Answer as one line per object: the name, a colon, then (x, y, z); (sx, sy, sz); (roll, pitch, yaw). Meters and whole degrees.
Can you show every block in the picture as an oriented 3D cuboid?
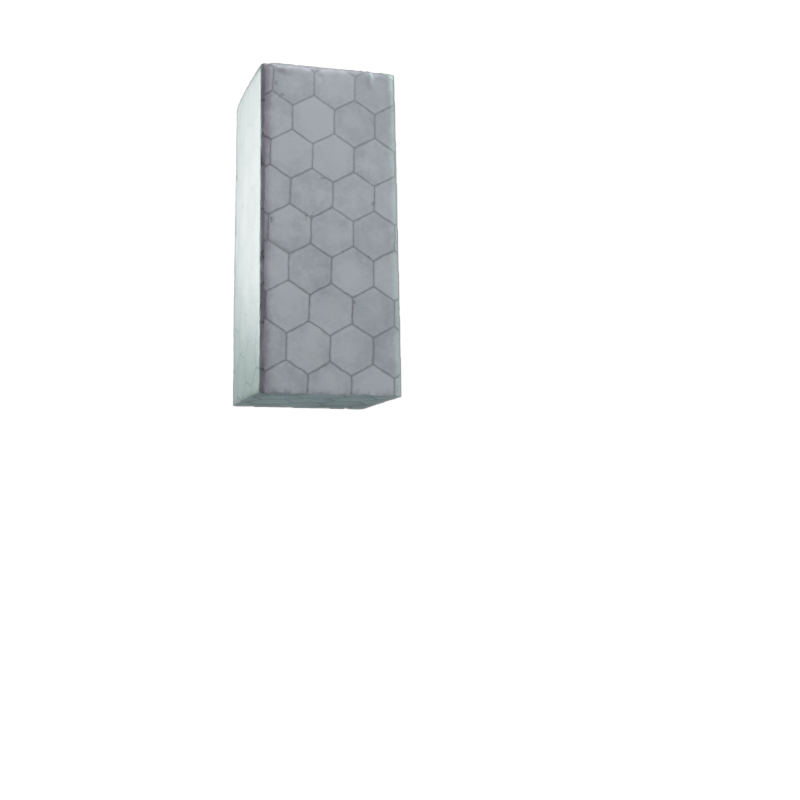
block: (-0.056, -0.102, 0.717); (0.089, 0.213, 0.089); (3, -13, -17)
